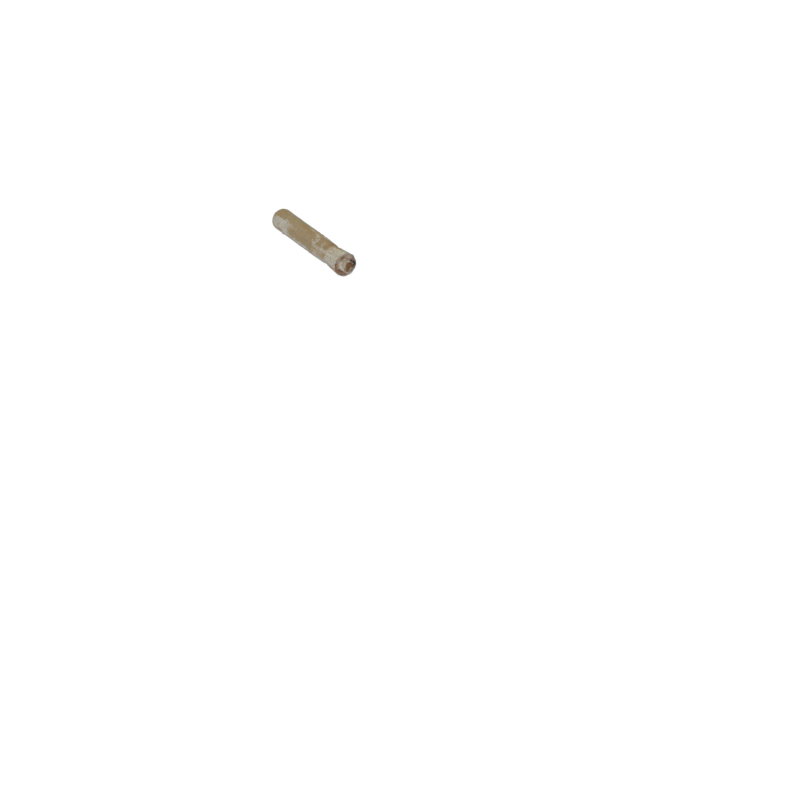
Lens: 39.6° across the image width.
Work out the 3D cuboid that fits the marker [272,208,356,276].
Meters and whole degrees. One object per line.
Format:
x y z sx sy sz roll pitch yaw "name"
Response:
-0.069 -0.125 0.876 0.019 0.019 0.130 -2 25 -30 "marker"
